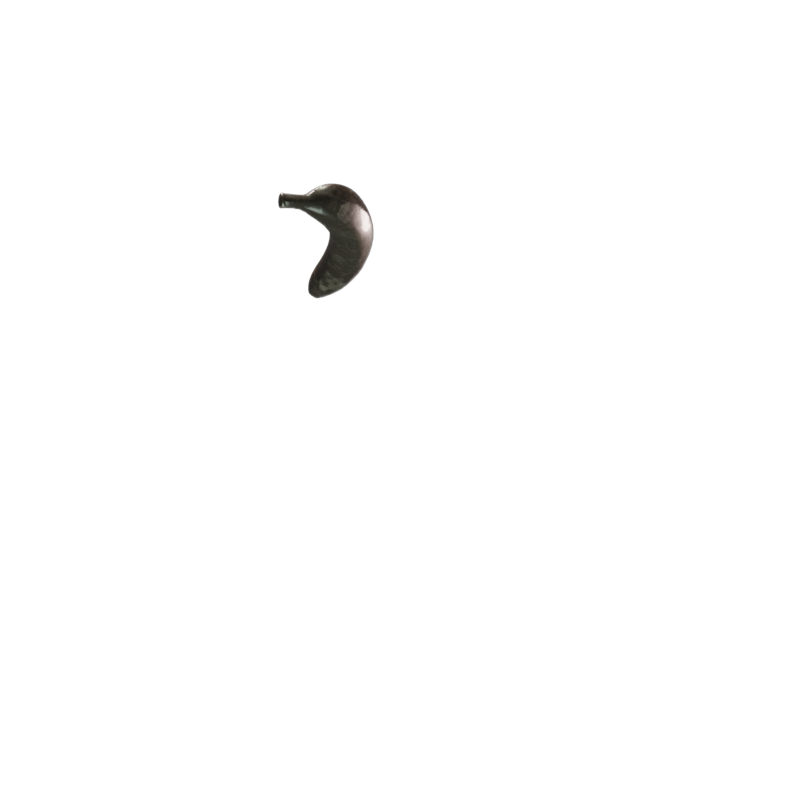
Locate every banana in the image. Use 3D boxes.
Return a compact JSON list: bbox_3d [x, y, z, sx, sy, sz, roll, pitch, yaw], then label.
[{"bbox_3d":[-0.056,-0.138,0.948,0.070,0.039,0.186,-2,-20,4],"label":"banana"}]
